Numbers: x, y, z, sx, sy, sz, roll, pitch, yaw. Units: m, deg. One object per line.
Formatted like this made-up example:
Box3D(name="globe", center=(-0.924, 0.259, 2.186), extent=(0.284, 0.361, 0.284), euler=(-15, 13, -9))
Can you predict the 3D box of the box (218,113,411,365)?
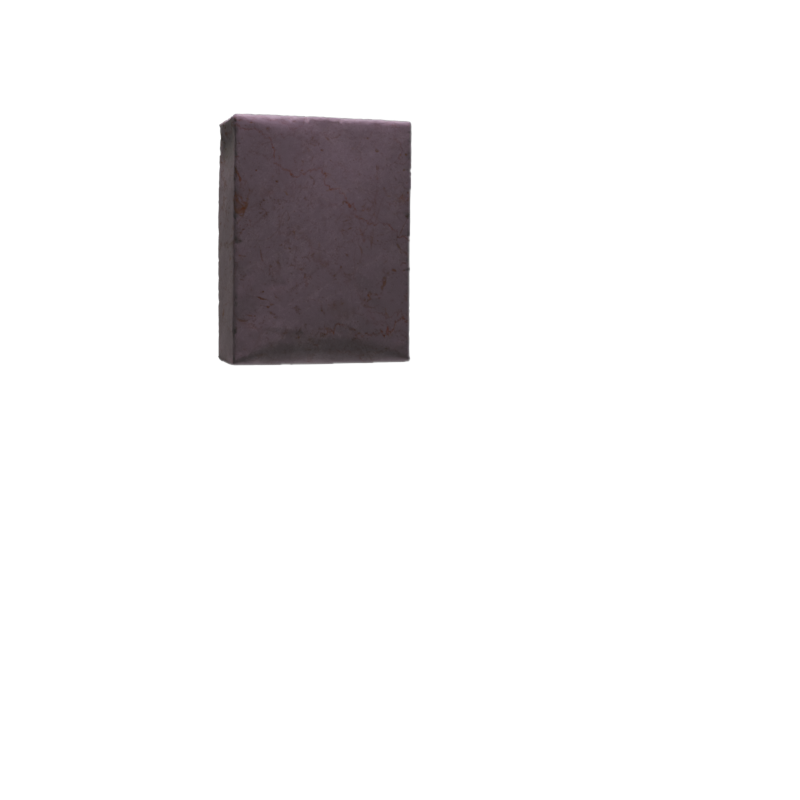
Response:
Box3D(name="box", center=(-0.077, -0.140, 0.981), extent=(0.160, 0.214, 0.073), euler=(-1, -1, -20))
